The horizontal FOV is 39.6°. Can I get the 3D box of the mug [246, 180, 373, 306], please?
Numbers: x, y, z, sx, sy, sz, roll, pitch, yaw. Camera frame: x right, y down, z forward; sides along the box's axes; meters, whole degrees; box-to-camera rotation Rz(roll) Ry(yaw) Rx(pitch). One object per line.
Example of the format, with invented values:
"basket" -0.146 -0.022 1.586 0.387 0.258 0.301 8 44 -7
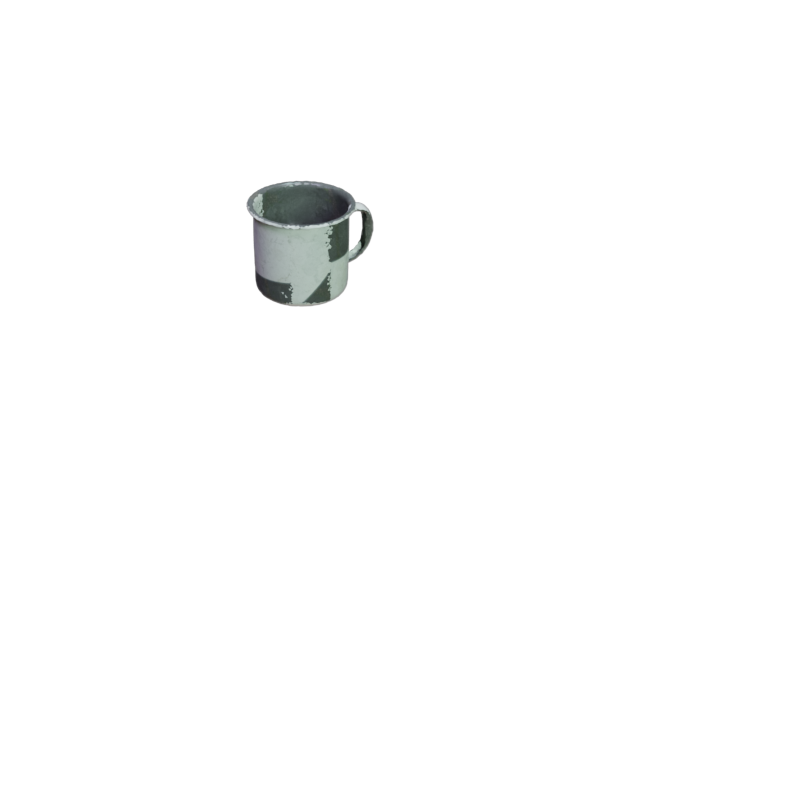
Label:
"mug" -0.075 -0.137 0.962 0.115 0.077 0.100 -19 37 -28
